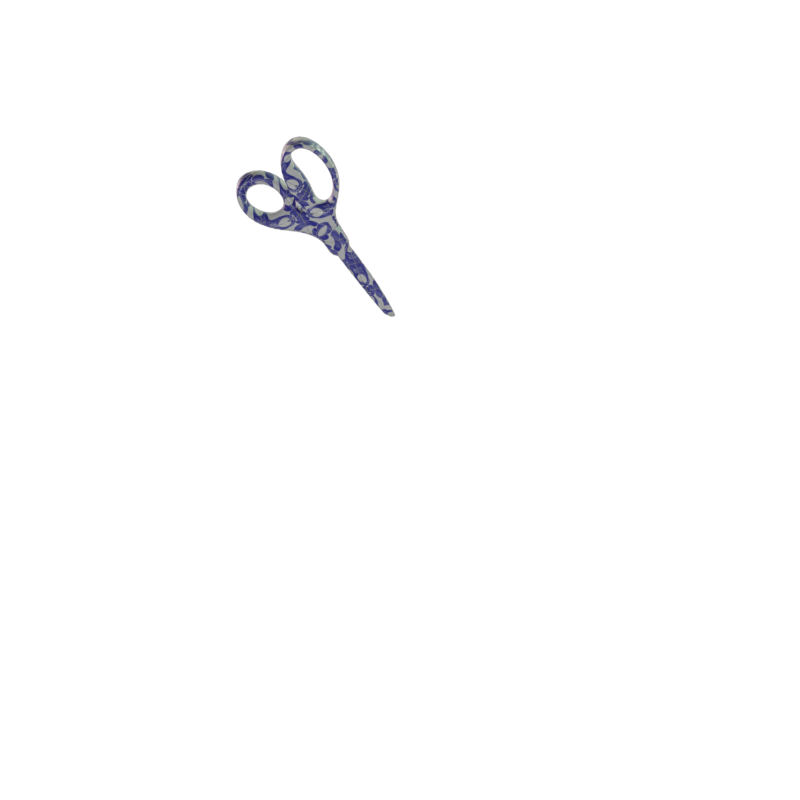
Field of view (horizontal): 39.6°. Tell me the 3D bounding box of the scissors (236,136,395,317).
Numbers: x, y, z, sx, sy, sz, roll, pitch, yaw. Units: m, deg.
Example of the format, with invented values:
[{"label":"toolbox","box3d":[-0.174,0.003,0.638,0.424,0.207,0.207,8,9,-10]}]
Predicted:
[{"label":"scissors","box3d":[-0.075,-0.136,0.955,0.097,0.187,0.017,-12,38,9]}]
